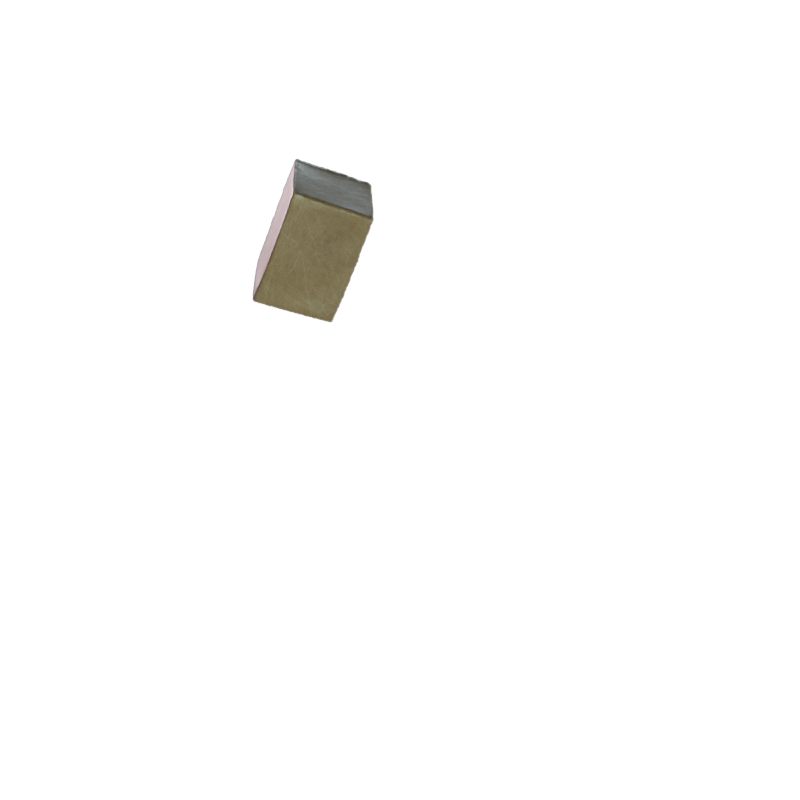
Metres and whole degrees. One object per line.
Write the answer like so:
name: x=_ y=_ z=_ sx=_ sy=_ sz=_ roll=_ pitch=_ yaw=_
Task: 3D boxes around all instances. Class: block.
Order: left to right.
block: x=-0.053 y=-0.097 z=0.681 sx=0.052 sy=0.075 sz=0.054 roll=18 pitch=27 yaw=-12
